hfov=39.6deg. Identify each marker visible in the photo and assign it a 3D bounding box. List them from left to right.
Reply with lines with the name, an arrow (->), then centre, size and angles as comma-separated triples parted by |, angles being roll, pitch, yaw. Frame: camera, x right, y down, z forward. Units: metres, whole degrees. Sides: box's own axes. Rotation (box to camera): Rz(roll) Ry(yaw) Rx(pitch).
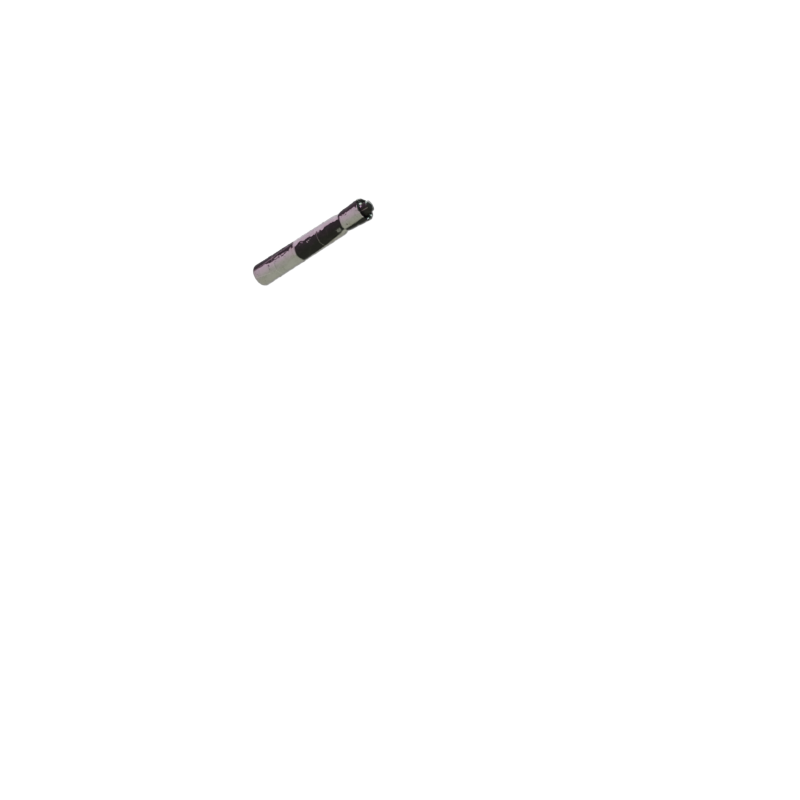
marker -> -0.067, -0.123, 0.859 | 0.121, 0.020, 0.019 | -27, -13, 34
